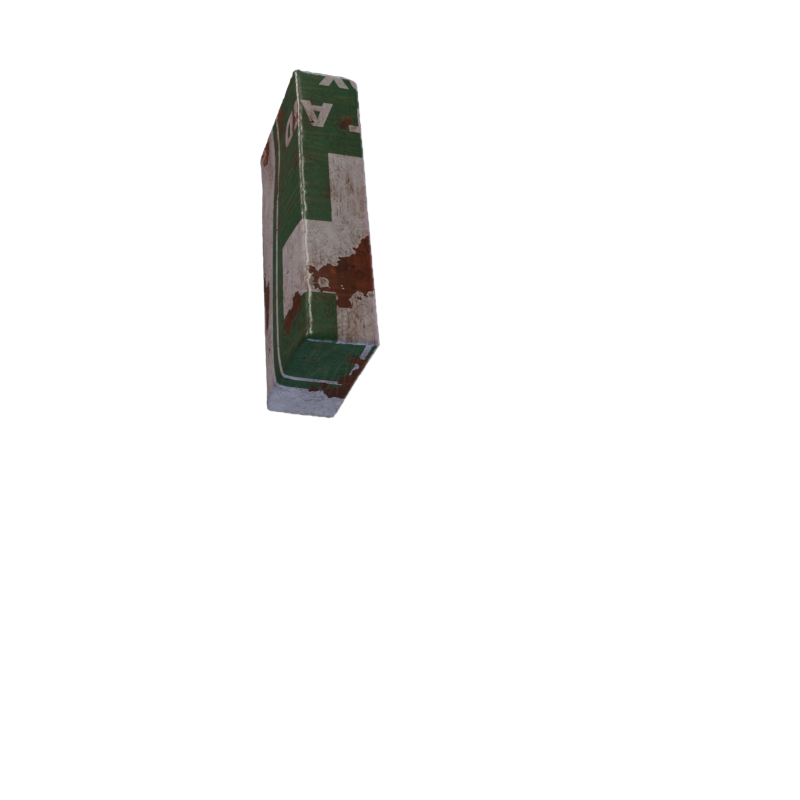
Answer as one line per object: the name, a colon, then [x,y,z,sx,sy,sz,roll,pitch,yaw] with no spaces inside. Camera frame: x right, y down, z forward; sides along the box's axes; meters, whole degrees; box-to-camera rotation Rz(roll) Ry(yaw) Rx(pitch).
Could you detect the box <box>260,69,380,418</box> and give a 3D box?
box: [-0.049,-0.090,0.627,0.047,0.188,0.090,8,-31,-17]
